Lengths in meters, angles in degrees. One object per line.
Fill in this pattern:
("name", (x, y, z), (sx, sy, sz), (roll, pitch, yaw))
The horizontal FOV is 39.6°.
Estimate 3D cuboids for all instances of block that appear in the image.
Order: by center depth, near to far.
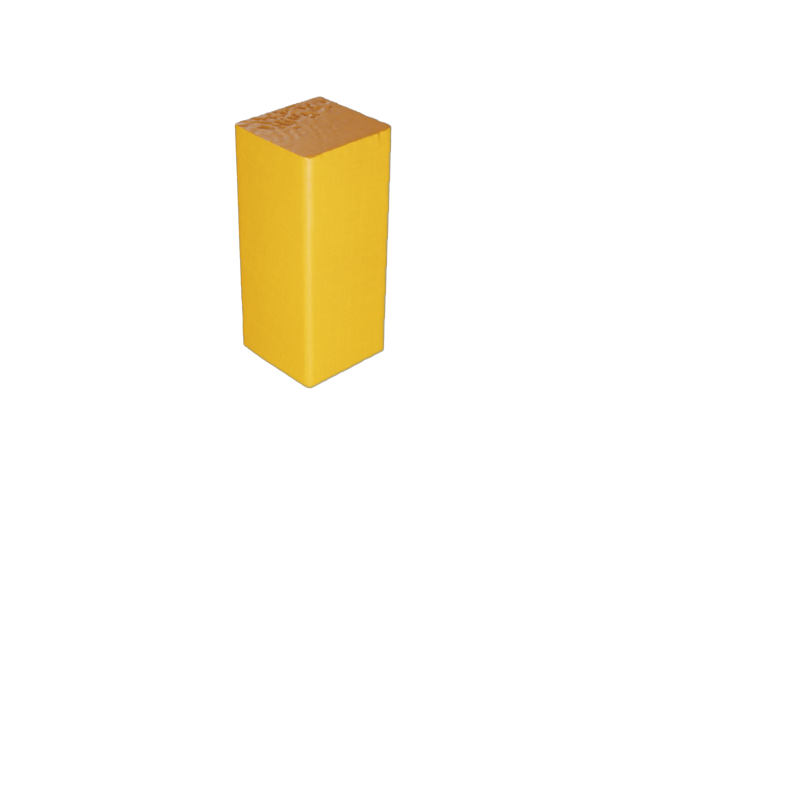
("block", (-0.070, -0.128, 0.899), (0.090, 0.194, 0.096), (-25, 40, -36))
